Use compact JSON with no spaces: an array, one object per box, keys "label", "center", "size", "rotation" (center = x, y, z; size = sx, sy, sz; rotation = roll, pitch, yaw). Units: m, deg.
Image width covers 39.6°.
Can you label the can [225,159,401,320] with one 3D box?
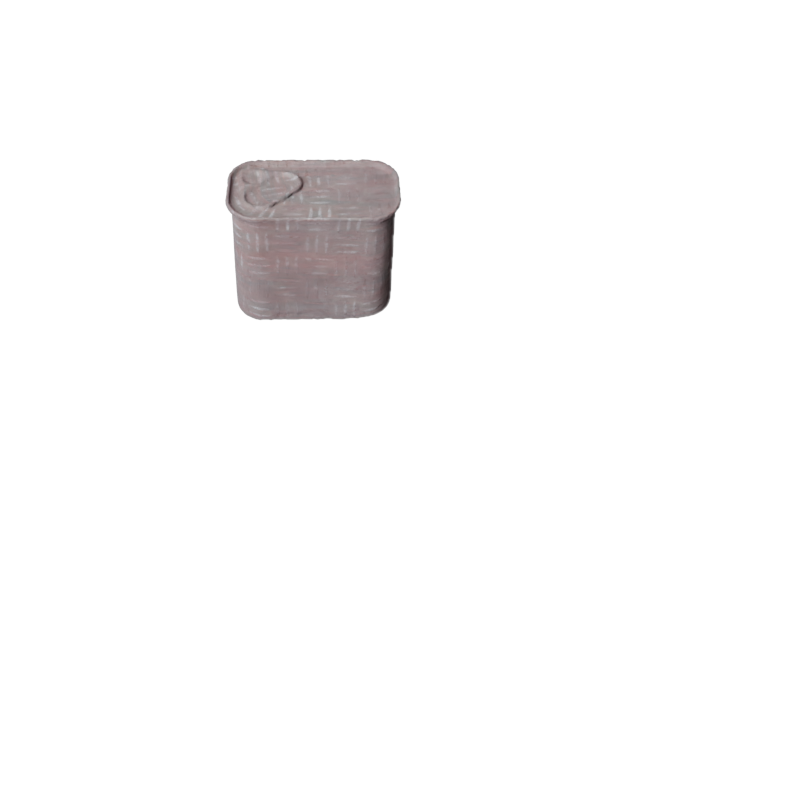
[{"label":"can","center":[-0.053,-0.096,0.676],"size":[0.102,0.078,0.062],"rotation":[0,44,-2]}]
